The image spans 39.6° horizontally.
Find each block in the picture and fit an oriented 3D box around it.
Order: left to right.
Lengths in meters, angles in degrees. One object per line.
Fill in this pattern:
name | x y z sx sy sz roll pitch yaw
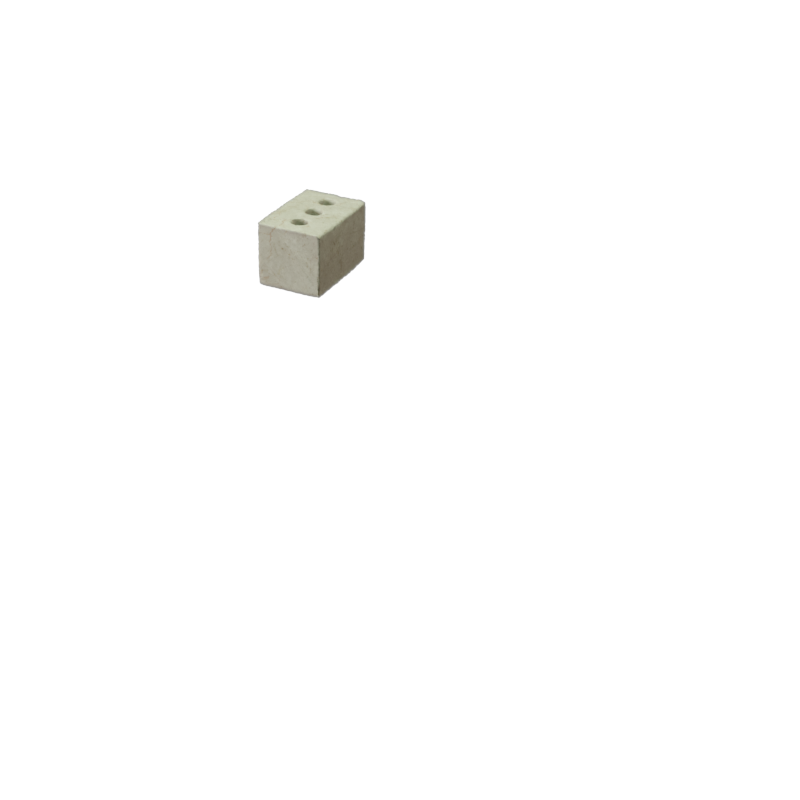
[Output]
block | -0.065 -0.119 0.834 0.055 0.048 0.079 13 32 21
